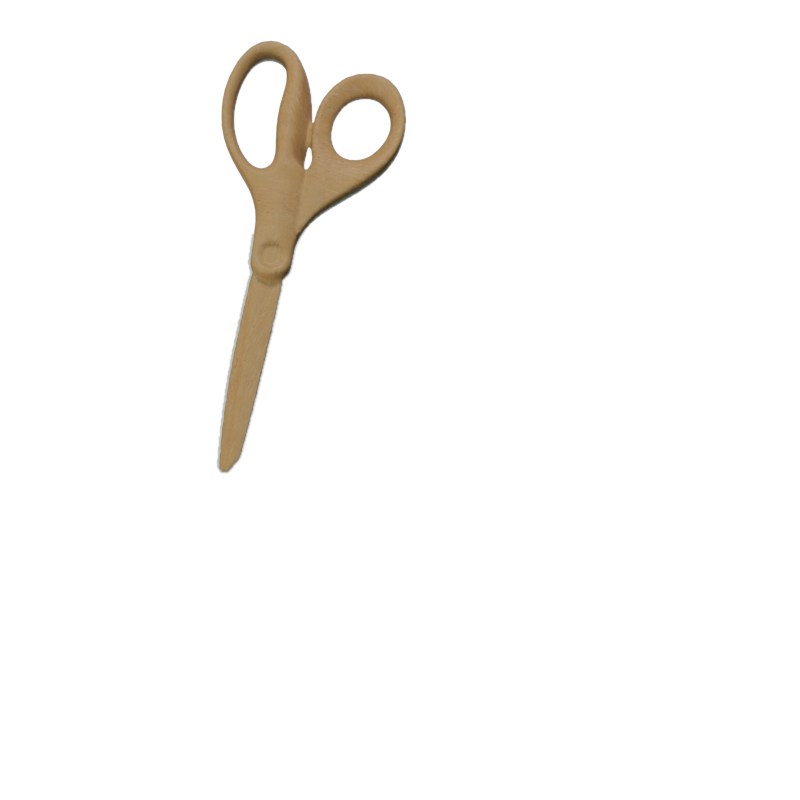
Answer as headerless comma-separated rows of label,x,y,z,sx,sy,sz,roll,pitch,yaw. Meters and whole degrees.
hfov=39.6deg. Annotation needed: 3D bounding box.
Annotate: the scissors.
scissors,-0.040,-0.072,0.506,0.096,0.210,0.015,-5,-17,-2
